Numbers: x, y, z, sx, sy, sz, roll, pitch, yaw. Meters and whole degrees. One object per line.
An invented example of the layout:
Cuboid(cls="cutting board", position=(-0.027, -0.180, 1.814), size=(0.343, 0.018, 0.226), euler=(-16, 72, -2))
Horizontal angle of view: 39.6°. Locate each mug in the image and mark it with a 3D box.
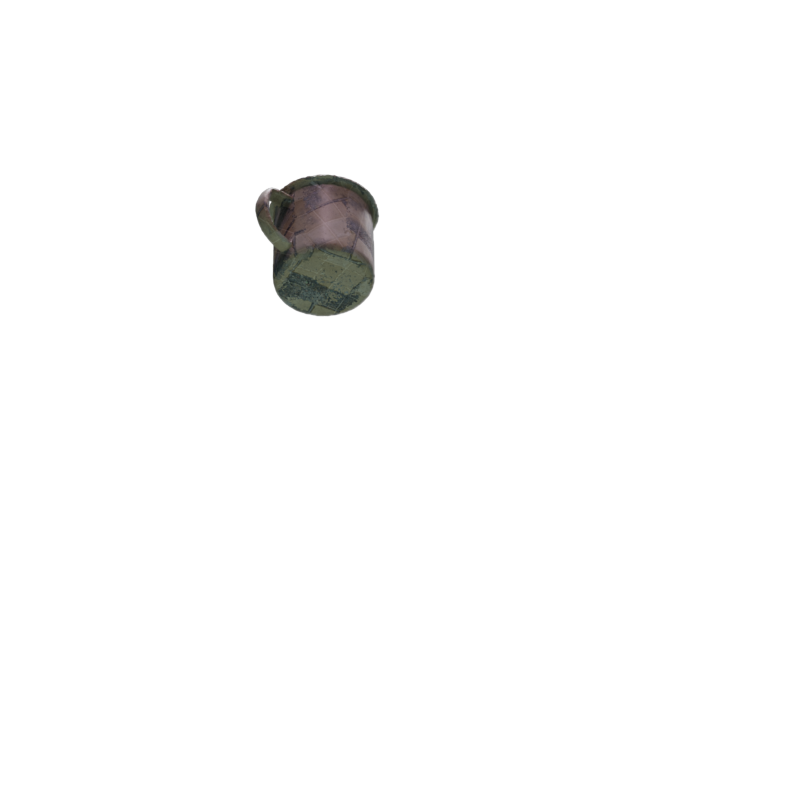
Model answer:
Cuboid(cls="mug", position=(-0.070, -0.128, 0.898), size=(0.093, 0.087, 0.109), euler=(-32, -49, 30))
